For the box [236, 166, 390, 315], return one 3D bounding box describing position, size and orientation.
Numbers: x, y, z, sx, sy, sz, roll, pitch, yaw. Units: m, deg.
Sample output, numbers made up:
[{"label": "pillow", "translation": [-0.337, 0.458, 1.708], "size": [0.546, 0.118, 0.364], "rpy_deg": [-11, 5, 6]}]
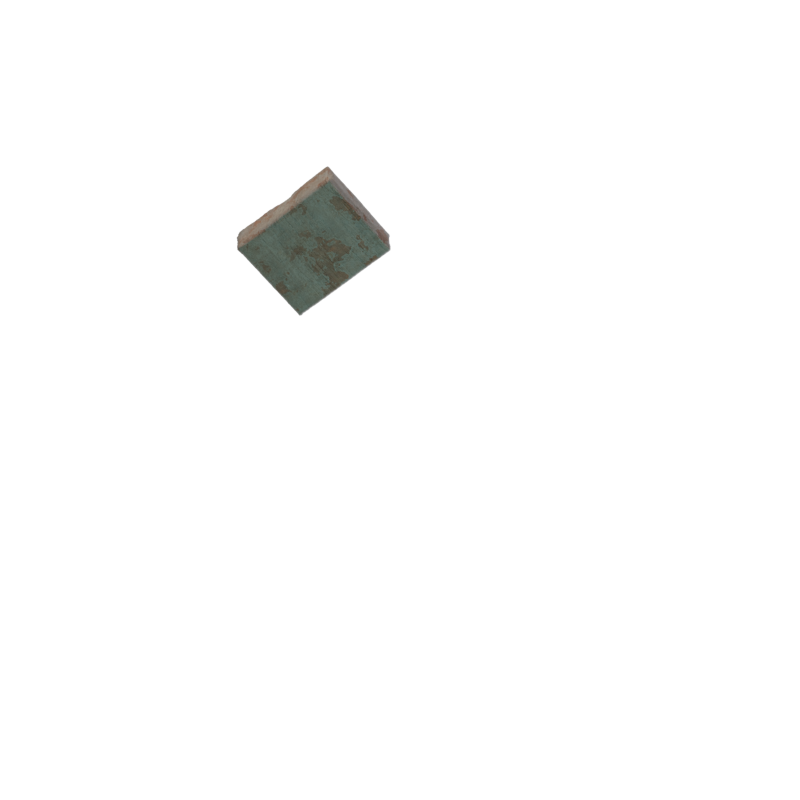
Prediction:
[{"label": "box", "translation": [-0.064, -0.116, 0.812], "size": [0.089, 0.069, 0.032], "rpy_deg": [-35, 24, 17]}]
